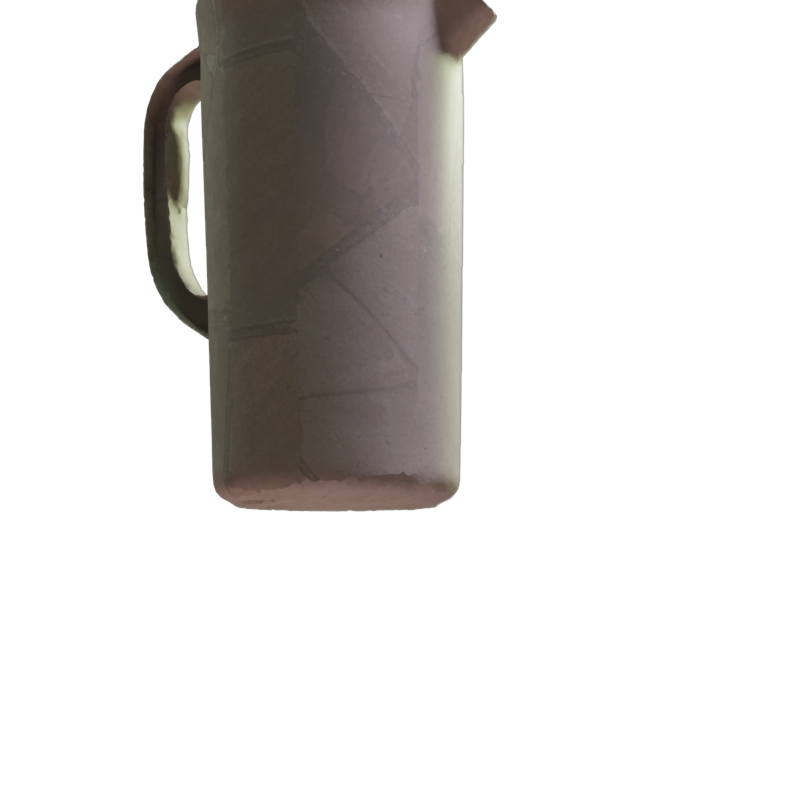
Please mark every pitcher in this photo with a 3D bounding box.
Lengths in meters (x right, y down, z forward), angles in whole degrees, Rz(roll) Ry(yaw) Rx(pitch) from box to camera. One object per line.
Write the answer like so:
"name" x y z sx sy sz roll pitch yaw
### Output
"pitcher" -0.041 -0.074 0.519 0.141 0.252 0.148 4 -15 -20
